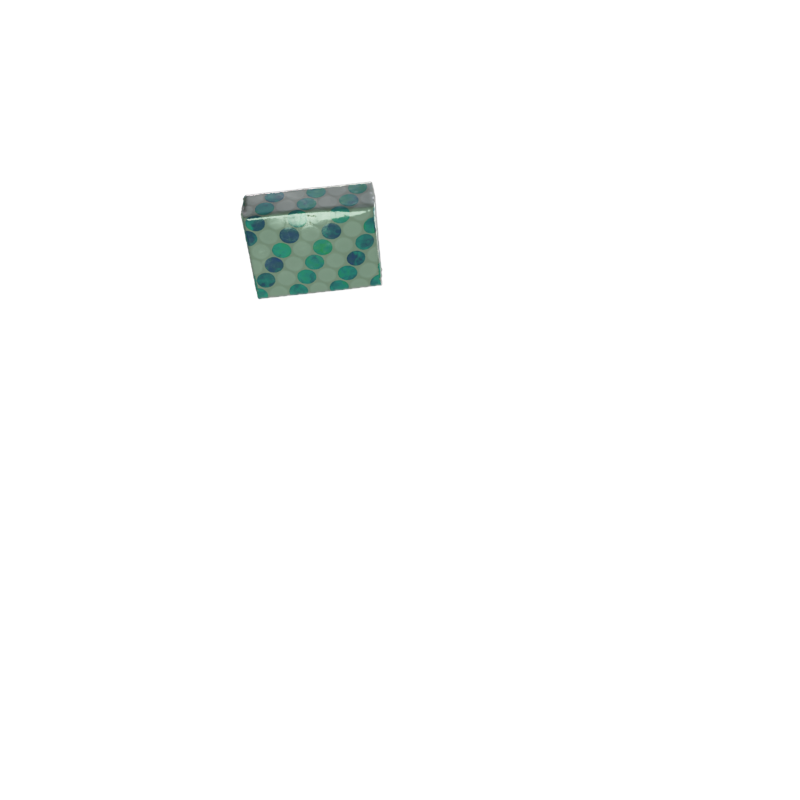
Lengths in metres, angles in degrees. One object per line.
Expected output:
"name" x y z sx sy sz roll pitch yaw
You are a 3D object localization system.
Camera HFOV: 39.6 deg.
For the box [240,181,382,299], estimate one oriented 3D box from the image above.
"box" -0.074 -0.136 0.951 0.114 0.083 0.042 -4 41 3
